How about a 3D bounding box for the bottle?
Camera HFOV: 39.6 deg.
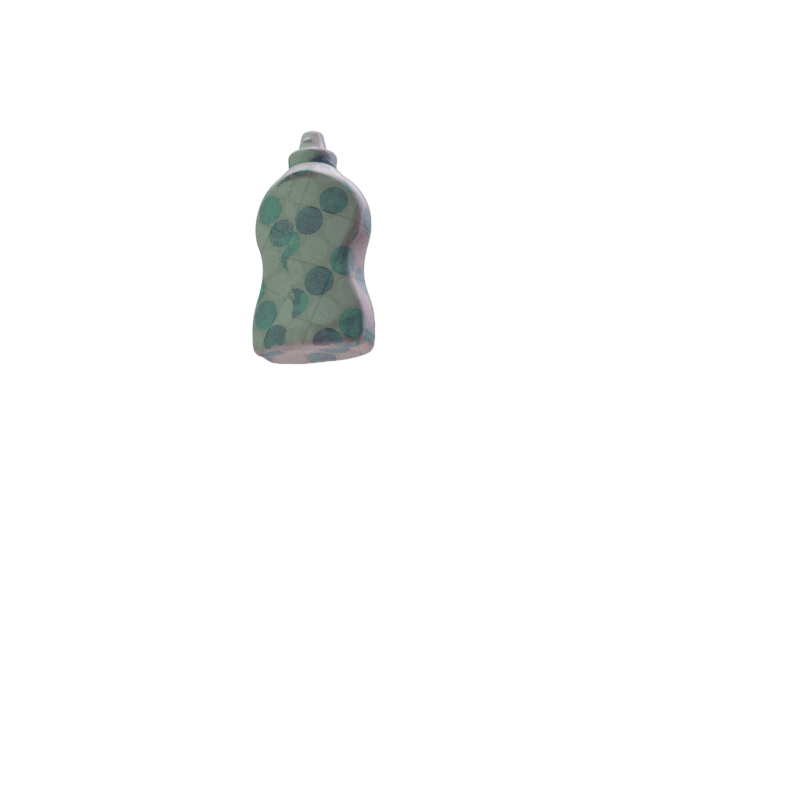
[{"bbox_3d":[-0.071,-0.129,0.904,0.098,0.200,0.055,-9,-20,21],"label":"bottle"}]
